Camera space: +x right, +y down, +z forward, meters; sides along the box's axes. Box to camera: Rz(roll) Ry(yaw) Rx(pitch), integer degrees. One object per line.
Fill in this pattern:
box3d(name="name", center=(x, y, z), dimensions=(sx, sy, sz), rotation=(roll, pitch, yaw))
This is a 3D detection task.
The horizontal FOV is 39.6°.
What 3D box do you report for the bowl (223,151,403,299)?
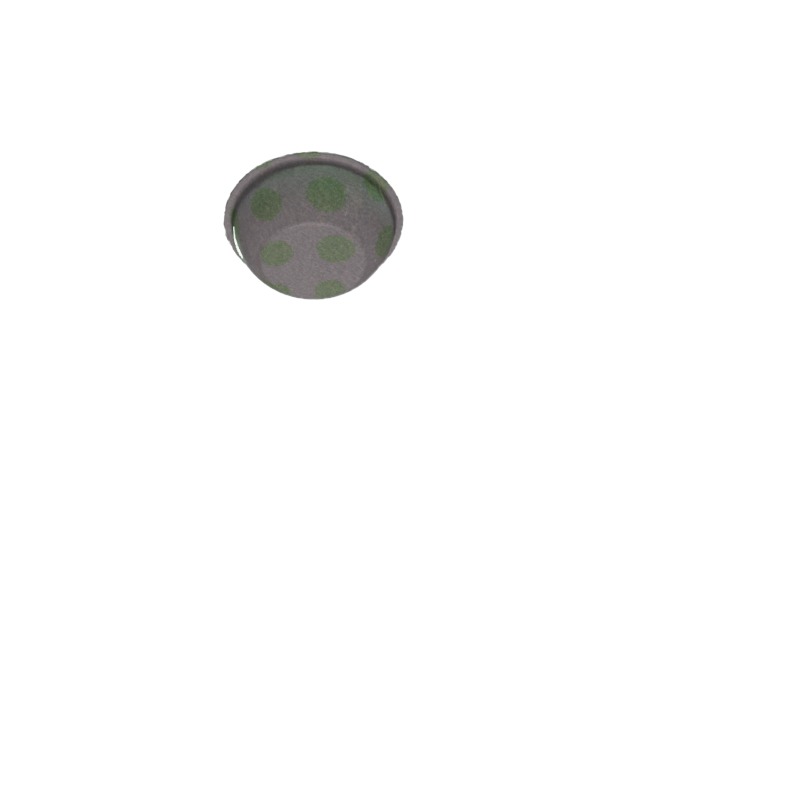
box3d(name="bowl", center=(-0.077, -0.140, 0.978), dimensions=(0.162, 0.059, 0.151), rotation=(1, -45, -1))
